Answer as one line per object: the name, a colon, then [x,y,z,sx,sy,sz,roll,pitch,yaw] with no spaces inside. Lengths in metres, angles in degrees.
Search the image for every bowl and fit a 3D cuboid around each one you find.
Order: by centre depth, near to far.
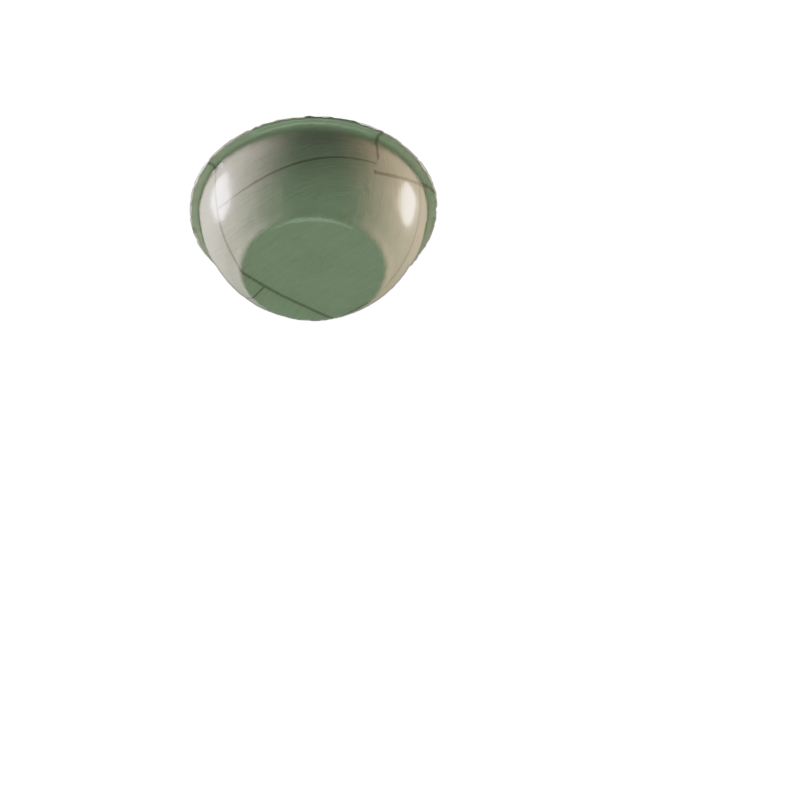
bowl: [-0.055,-0.101,0.705,0.162,0.059,0.151,1,-42,-1]
